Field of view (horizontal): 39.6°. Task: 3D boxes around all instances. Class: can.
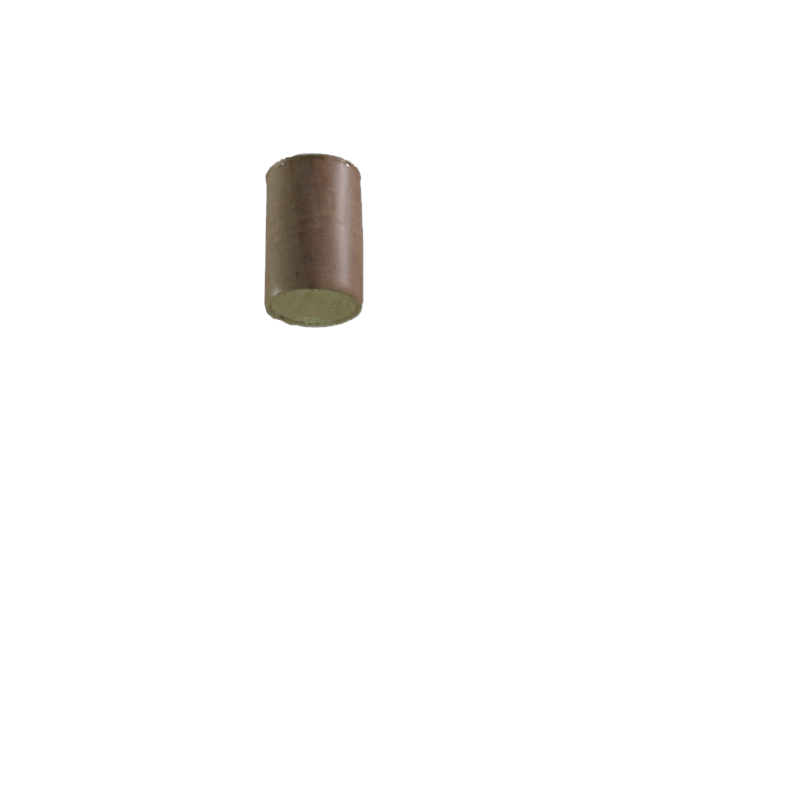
[{"bbox_3d":[-0.060,-0.109,0.762,0.068,0.108,0.065,0,-23,-2],"label":"can"}]
